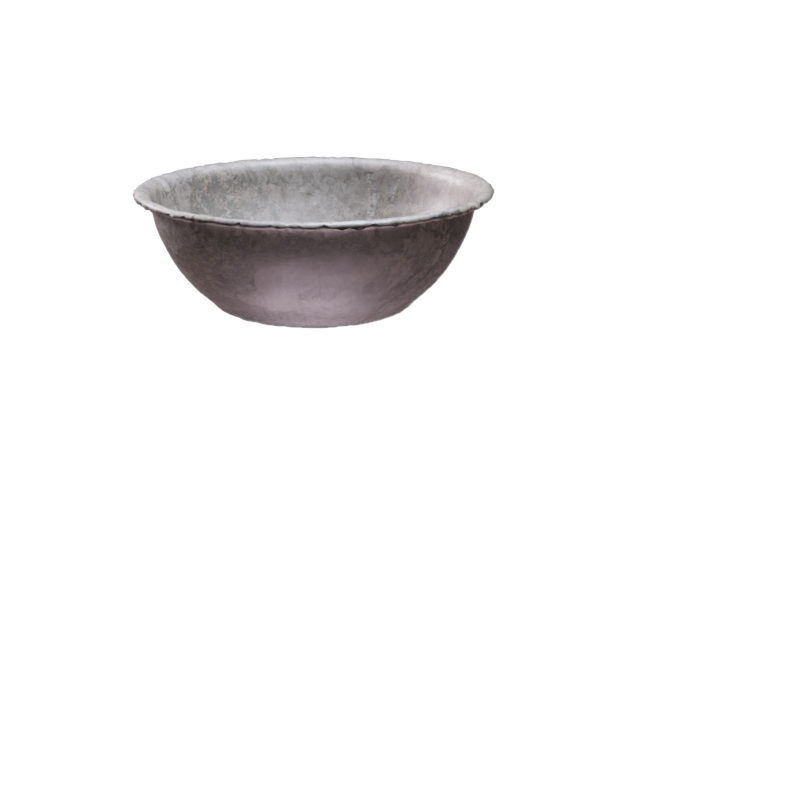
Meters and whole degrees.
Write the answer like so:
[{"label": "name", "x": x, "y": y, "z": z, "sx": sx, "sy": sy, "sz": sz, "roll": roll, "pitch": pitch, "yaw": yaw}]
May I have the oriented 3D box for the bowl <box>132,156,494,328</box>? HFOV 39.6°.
[{"label": "bowl", "x": -0.040, "y": -0.072, "z": 0.507, "sx": 0.162, "sy": 0.053, "sz": 0.169, "roll": -1, "pitch": 20, "yaw": -2}]
